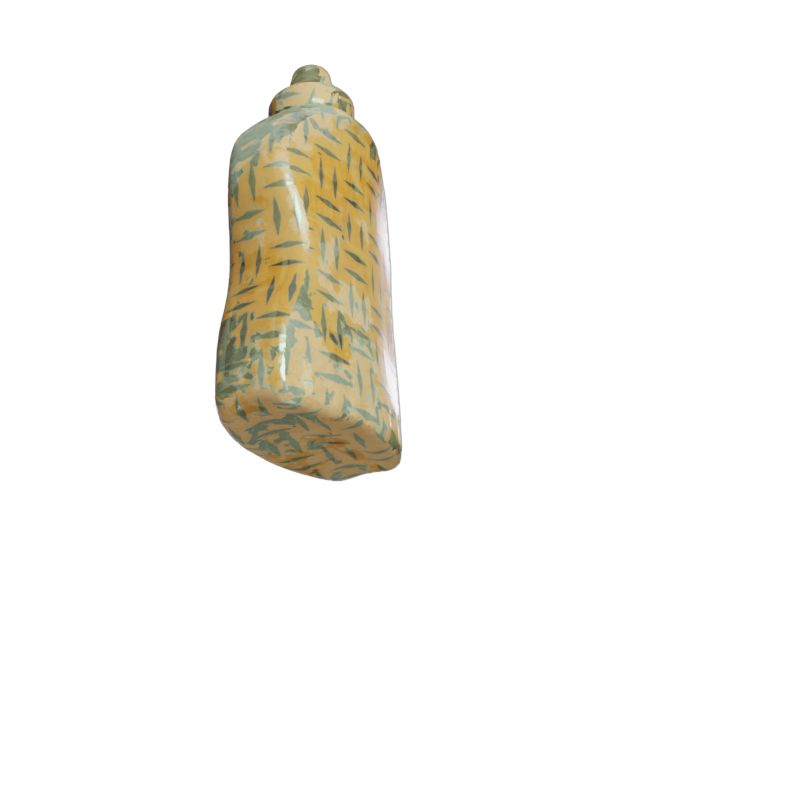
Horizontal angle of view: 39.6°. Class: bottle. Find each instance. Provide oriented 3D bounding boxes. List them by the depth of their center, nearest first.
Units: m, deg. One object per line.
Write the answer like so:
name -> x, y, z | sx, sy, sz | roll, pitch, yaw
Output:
bottle -> -0.039, -0.070, 0.488 | 0.059, 0.204, 0.089 | -19, -33, 27
